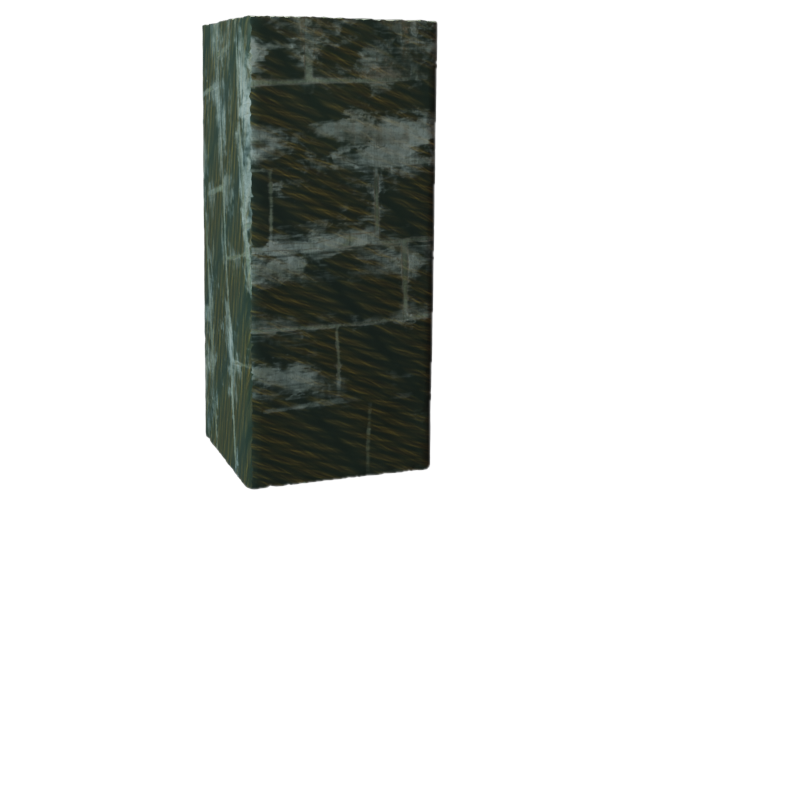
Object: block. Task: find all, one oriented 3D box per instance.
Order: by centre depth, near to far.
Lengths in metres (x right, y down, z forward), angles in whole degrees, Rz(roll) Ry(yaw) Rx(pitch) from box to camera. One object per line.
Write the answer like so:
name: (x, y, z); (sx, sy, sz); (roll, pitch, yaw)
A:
block: (-0.041, -0.076, 0.530); (0.089, 0.202, 0.094); (-3, 10, -21)
